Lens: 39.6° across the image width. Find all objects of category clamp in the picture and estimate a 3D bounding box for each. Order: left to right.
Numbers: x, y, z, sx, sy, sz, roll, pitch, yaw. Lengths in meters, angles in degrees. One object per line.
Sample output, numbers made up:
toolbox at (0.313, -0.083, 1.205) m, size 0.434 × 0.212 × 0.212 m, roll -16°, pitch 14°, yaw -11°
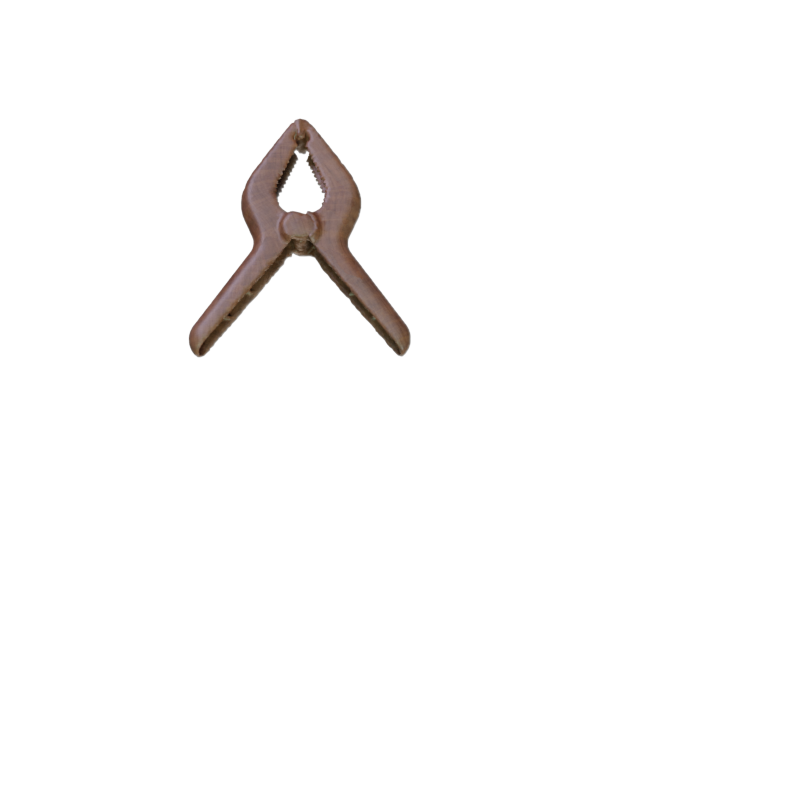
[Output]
clamp at (-0.068, -0.124, 0.865) m, size 0.165 × 0.221 × 0.034 m, roll 5°, pitch -26°, yaw 2°
